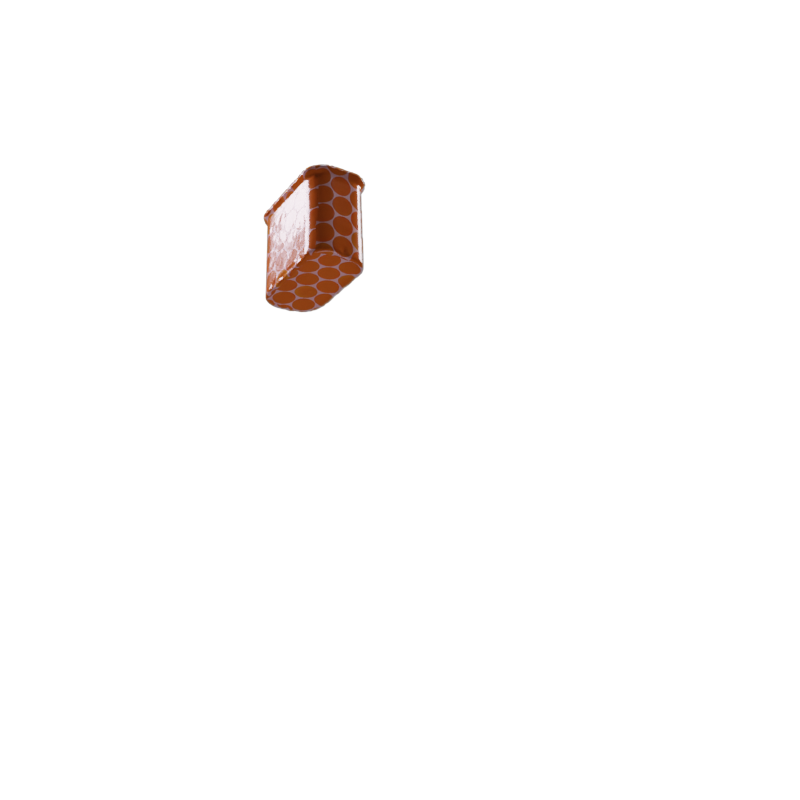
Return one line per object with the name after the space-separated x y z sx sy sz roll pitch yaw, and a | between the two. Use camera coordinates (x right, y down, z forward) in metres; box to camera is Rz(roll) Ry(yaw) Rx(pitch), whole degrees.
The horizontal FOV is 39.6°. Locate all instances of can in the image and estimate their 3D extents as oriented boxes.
-0.072 -0.131 0.916 0.055 0.089 0.100 17 -34 -28 | can
